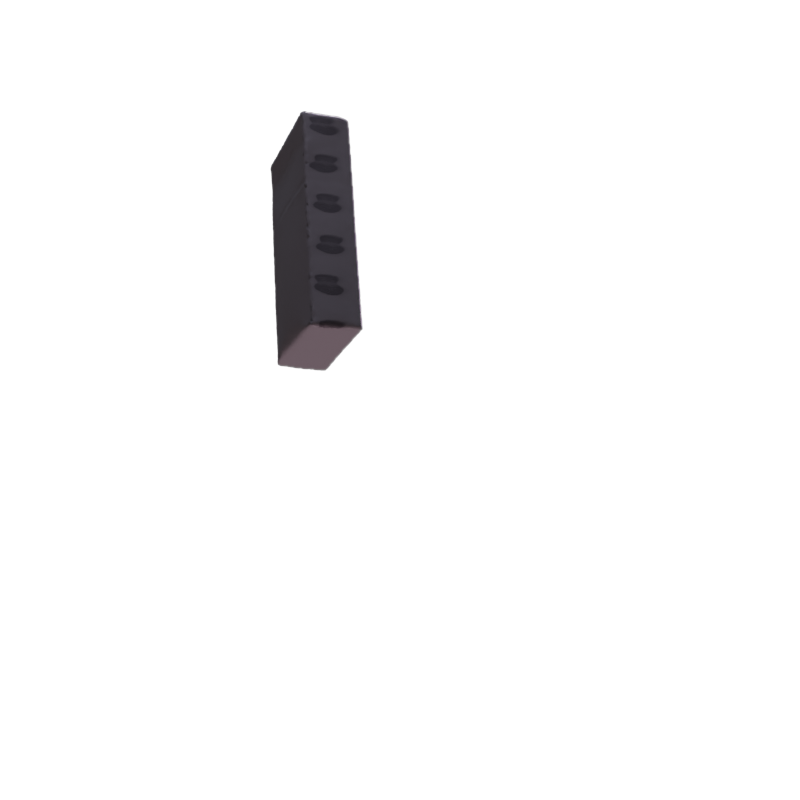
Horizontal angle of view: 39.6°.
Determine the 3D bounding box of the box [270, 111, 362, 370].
[{"bbox_3d":[-0.066,-0.121,0.844,0.047,0.186,0.091,7,-25,-20],"label":"box"}]
